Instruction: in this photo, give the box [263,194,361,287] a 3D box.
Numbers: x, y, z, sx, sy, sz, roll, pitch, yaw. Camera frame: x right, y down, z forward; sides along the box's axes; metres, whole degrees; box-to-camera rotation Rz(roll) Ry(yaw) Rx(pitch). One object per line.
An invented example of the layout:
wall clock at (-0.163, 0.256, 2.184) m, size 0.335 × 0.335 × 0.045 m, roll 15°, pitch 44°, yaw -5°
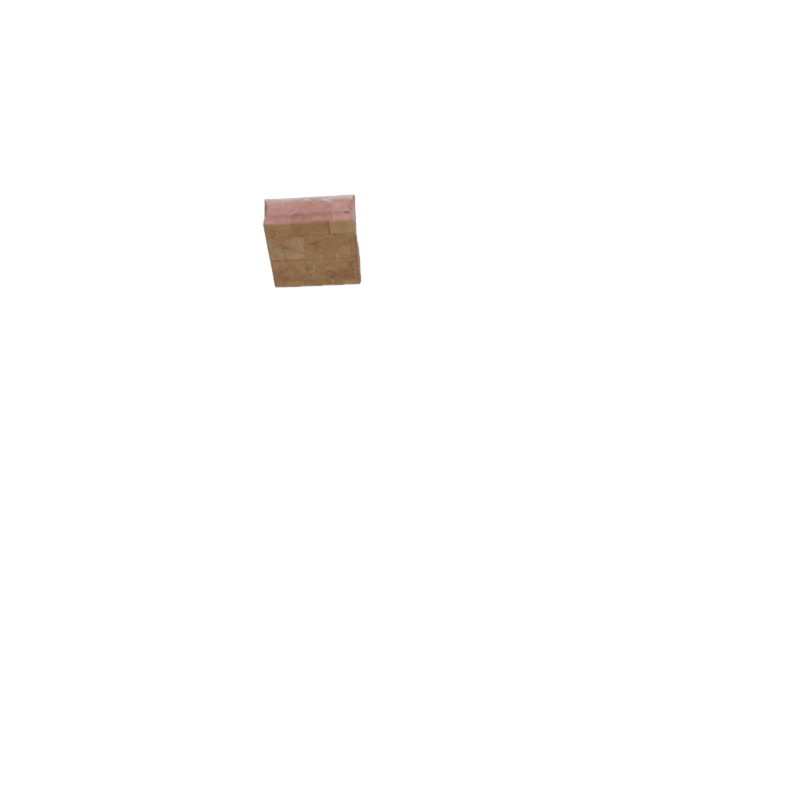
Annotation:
box at (-0.071, -0.129, 0.903) m, size 0.073 × 0.032 × 0.083 m, roll -2°, pitch -34°, yaw 2°
